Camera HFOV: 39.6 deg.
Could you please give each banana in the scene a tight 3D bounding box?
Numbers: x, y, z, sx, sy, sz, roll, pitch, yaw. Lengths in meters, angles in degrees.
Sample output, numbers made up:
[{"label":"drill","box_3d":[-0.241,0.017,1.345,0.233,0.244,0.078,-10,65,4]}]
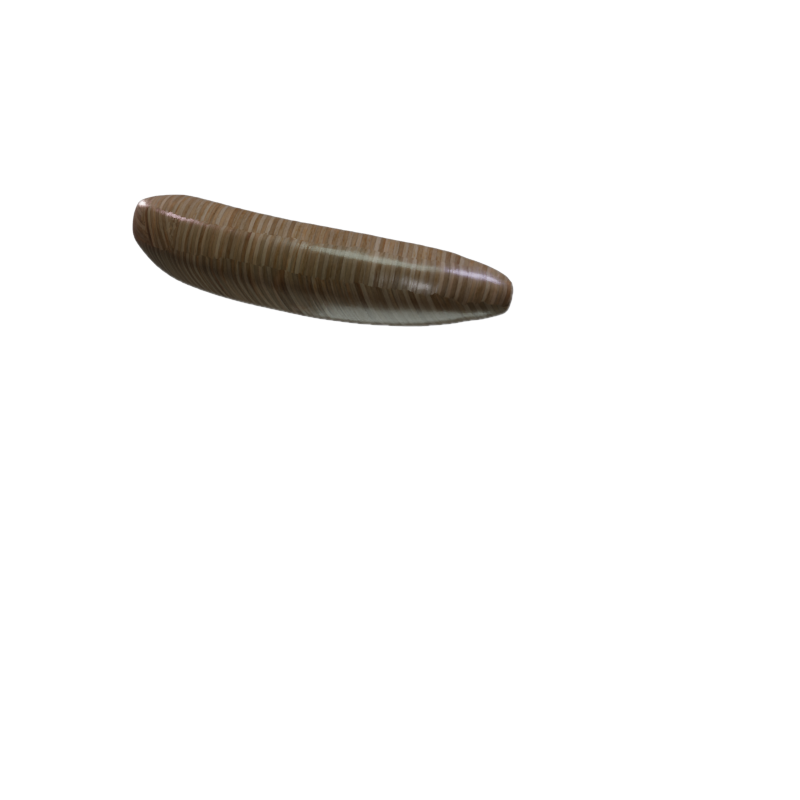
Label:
[{"label":"banana","box_3d":[-0.052,-0.064,0.473,0.209,0.035,0.069,19,31,35]}]
